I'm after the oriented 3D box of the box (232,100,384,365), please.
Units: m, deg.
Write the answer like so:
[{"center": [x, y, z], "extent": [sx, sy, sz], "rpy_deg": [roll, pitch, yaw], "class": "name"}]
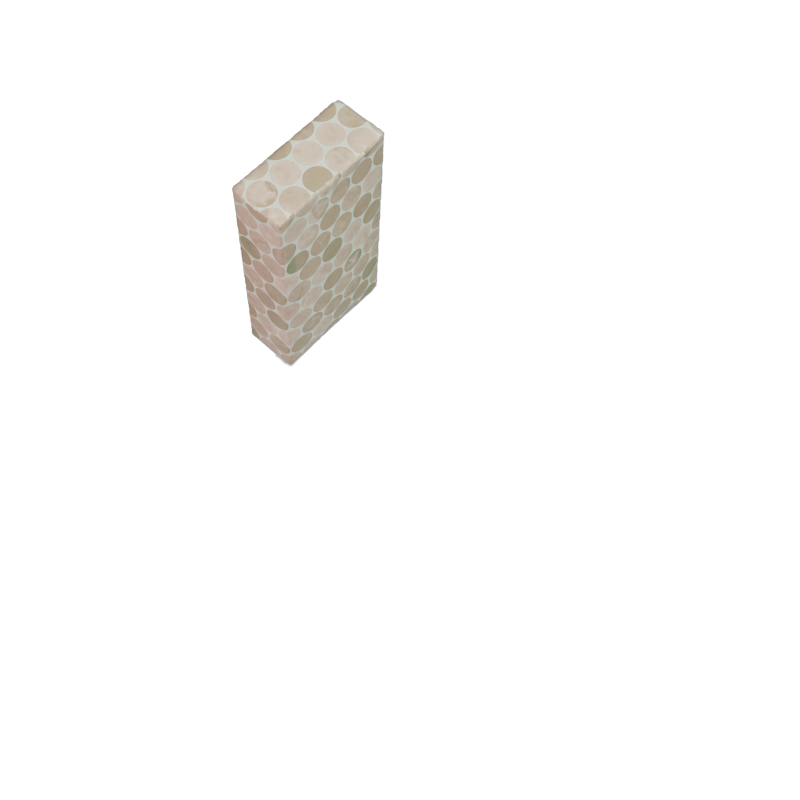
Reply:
[{"center": [-0.056, -0.101, 0.712], "extent": [0.050, 0.095, 0.166], "rpy_deg": [40, -21, 13], "class": "box"}]
